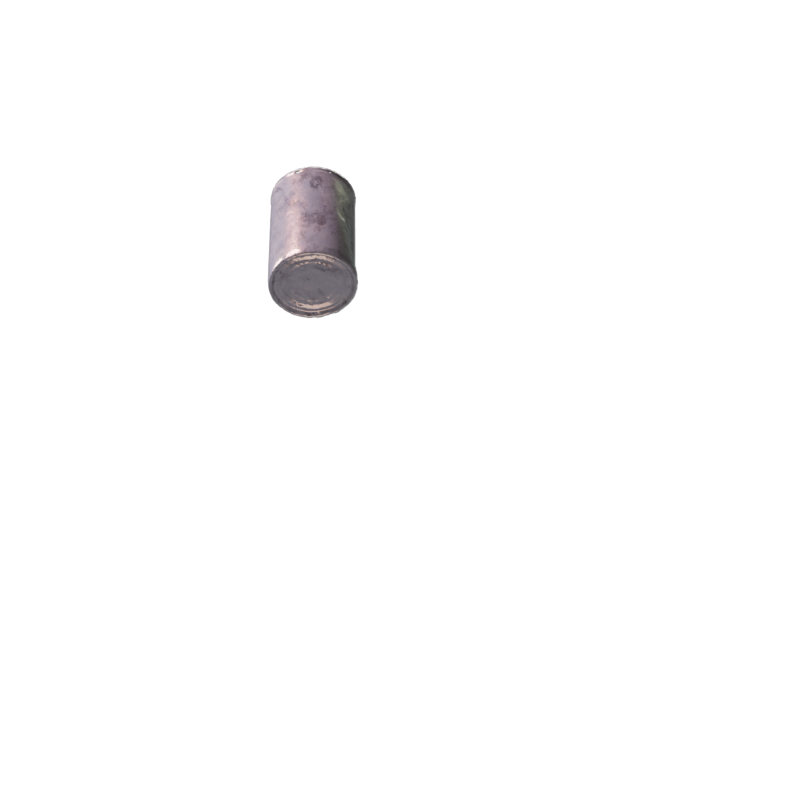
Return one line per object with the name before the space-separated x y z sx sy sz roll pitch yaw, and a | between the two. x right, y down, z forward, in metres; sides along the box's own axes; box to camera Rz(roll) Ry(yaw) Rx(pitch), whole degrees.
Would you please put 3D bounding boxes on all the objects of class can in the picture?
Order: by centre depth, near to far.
can | -0.066 -0.120 0.842 0.068 0.064 0.110 -1 44 -3
